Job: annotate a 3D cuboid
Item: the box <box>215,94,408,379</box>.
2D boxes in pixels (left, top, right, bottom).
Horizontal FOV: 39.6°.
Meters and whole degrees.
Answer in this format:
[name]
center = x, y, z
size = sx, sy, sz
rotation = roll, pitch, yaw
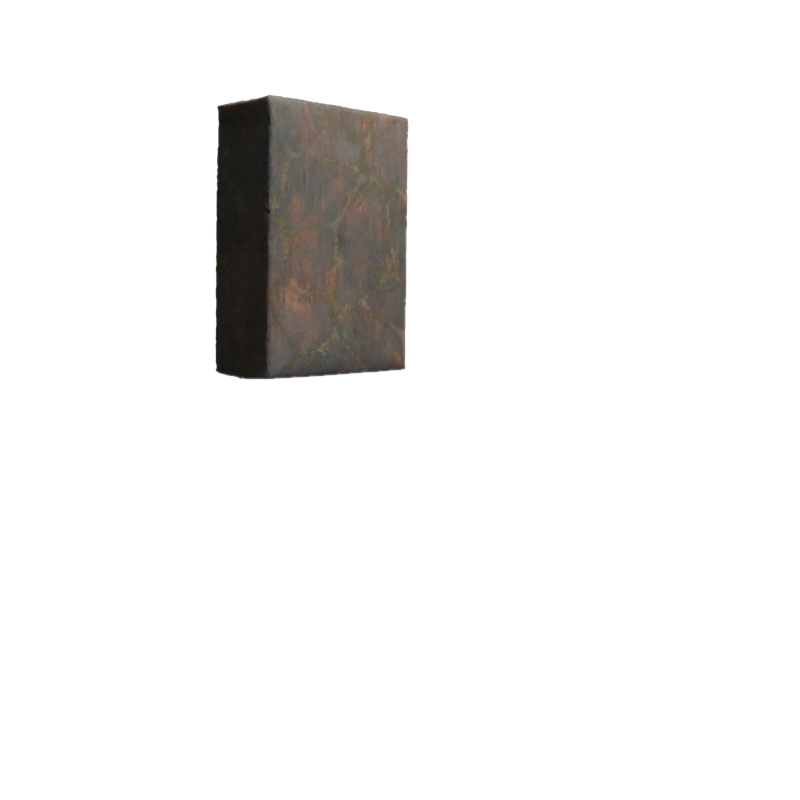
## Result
[box]
center = -0.070, -0.128, 0.897
size = 0.074, 0.215, 0.158
rotation = -2, -1, 42
